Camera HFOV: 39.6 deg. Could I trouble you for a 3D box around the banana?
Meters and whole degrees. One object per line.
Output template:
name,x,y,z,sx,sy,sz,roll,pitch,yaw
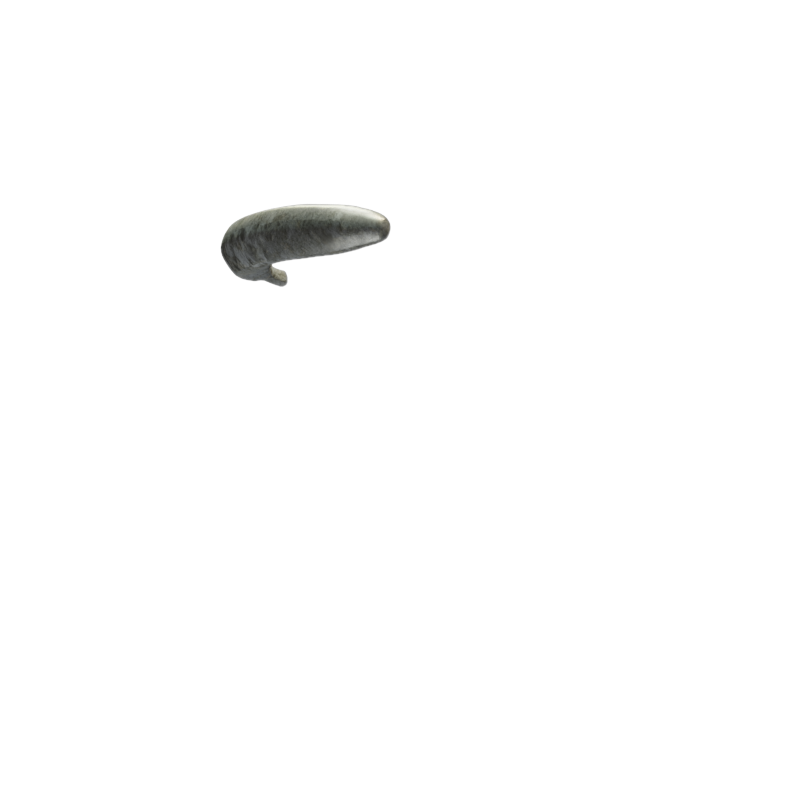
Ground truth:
banana,-0.076,-0.106,0.738,0.067,0.037,0.201,1,-2,-24
